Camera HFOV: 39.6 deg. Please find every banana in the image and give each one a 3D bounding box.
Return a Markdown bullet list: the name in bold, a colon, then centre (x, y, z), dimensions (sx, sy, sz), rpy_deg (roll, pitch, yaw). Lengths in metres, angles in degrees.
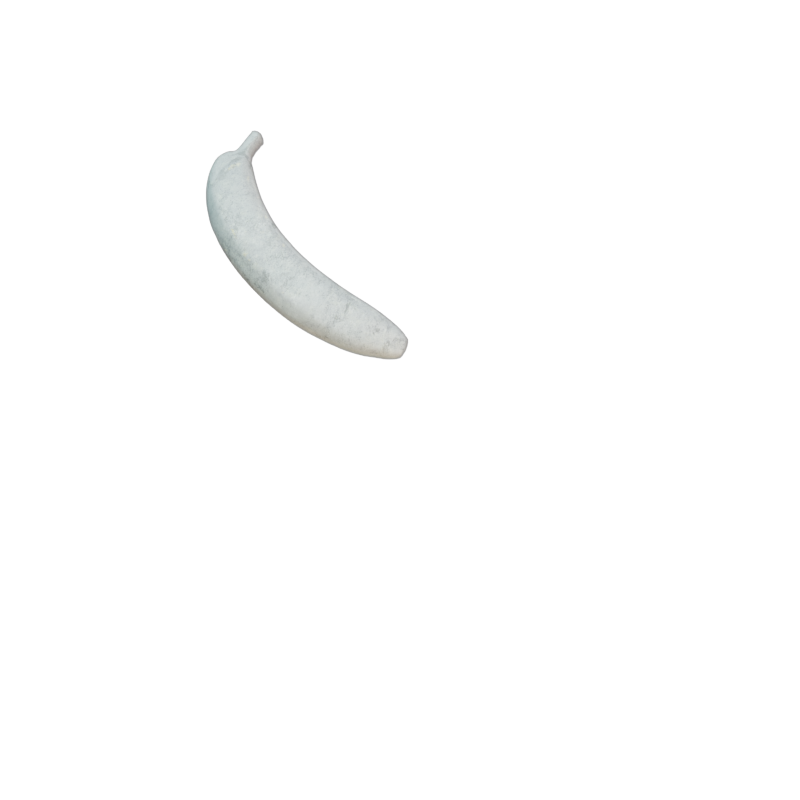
- **banana**: centre (-0.074, -0.096, 0.712), dimensions (0.069, 0.210, 0.035), rpy_deg (-28, -24, -14)
